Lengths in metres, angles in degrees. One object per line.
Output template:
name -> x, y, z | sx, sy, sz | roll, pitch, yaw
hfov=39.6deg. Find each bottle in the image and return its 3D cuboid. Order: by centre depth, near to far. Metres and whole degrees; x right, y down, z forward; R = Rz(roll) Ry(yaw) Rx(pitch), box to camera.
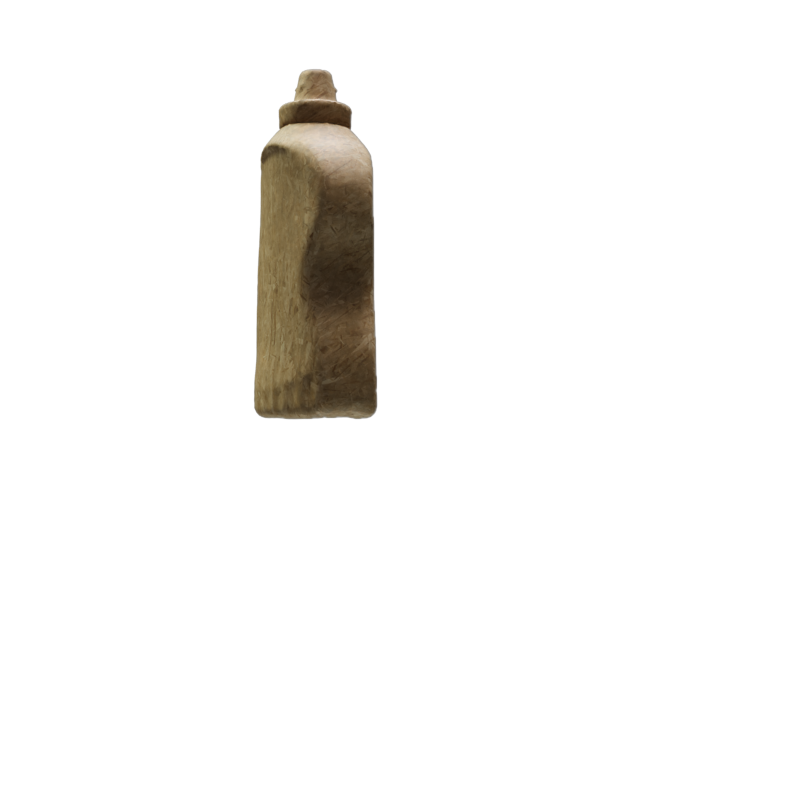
bottle -> -0.047, -0.087, 0.609 | 0.057, 0.195, 0.097 | 3, -7, -23
